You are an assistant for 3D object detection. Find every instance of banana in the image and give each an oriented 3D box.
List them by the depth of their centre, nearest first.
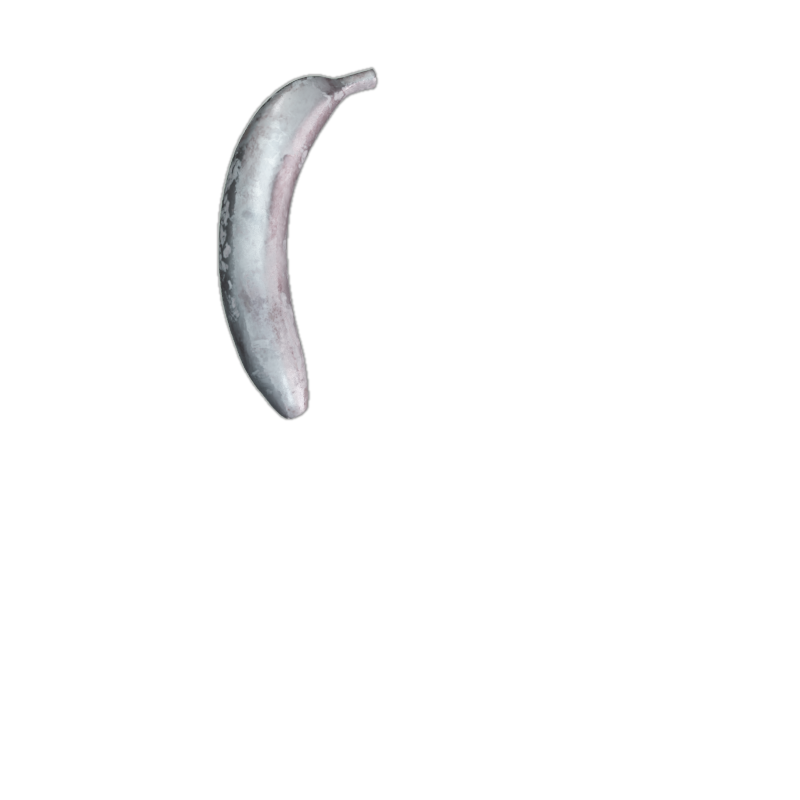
[{"bbox_3d":[-0.064,-0.093,0.595,0.070,0.200,0.036,12,-6,0],"label":"banana"}]
